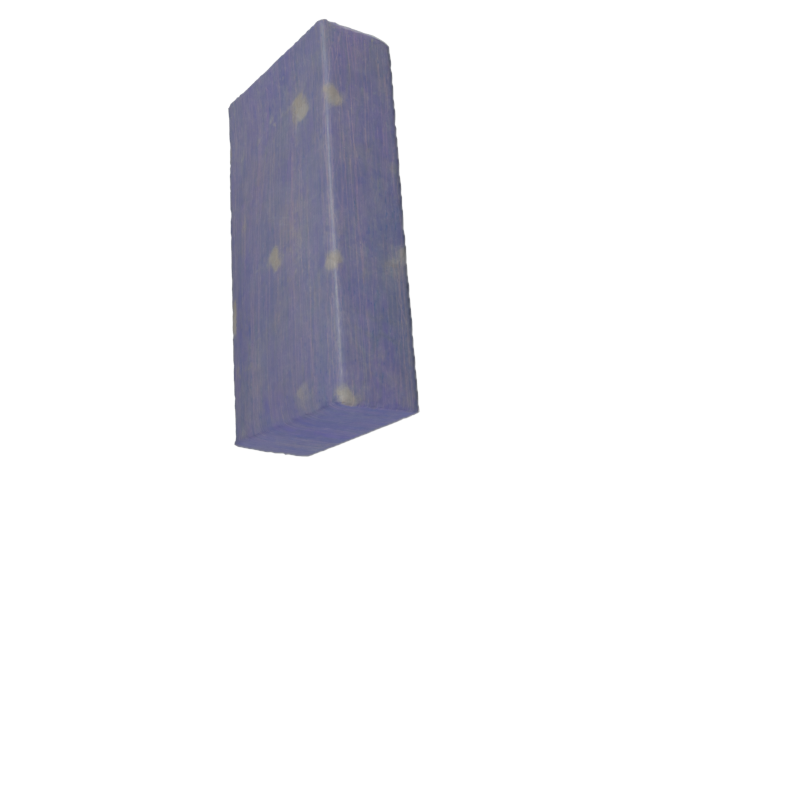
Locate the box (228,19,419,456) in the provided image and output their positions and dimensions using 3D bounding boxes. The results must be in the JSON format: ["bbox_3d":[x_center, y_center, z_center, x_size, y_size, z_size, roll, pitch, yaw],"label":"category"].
[{"bbox_3d":[-0.039,-0.071,0.500,0.046,0.185,0.093,13,-26,-33],"label":"box"}]
